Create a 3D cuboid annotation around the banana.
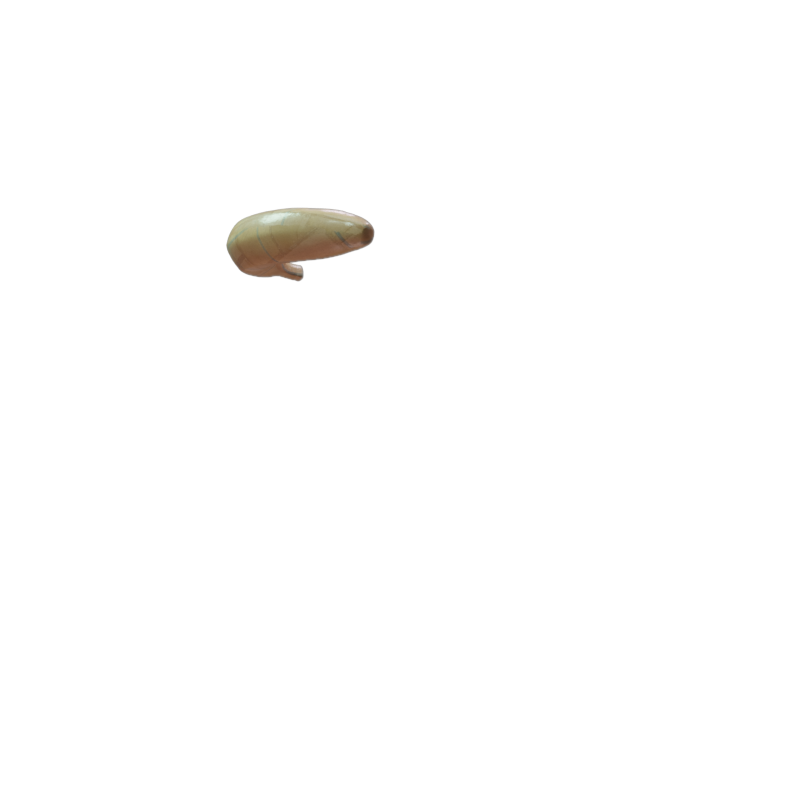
[{"bbox_3d":[-0.076,-0.105,0.736,0.068,0.037,0.200,0,1,-17],"label":"banana"}]
